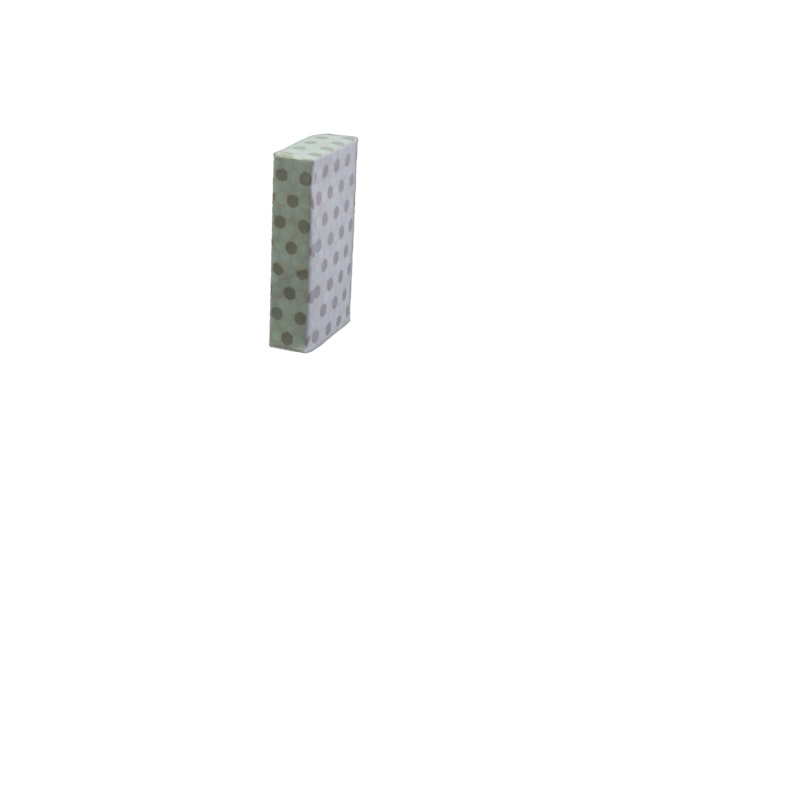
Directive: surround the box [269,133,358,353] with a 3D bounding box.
[{"bbox_3d":[-0.076,-0.138,0.968,0.050,0.169,0.094,8,21,21],"label":"box"}]
